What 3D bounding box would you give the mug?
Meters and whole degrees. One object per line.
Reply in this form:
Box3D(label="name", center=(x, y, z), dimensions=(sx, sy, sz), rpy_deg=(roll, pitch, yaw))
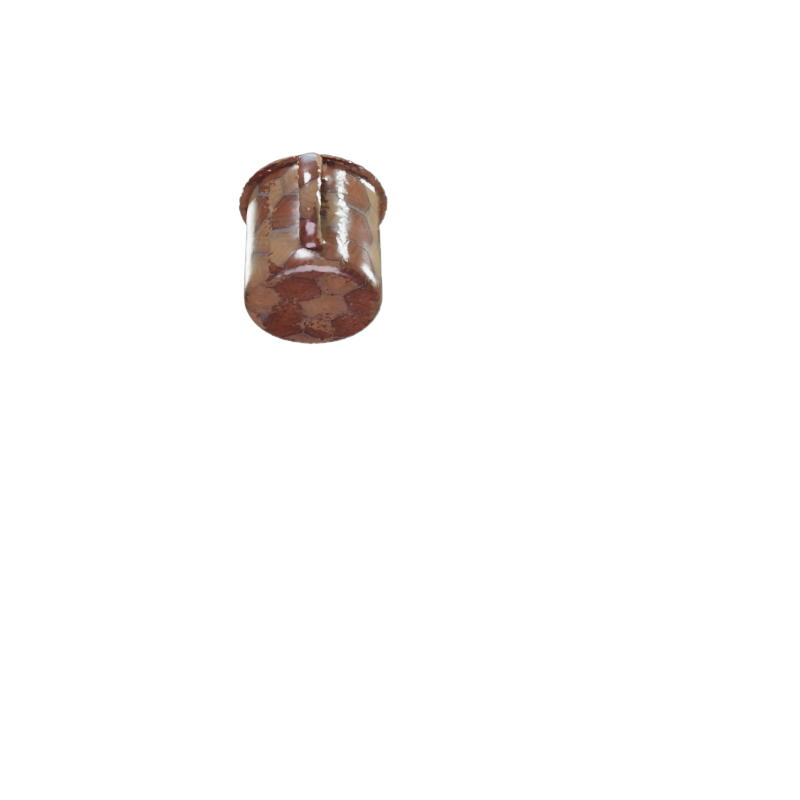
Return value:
Box3D(label="mug", center=(-0.052, -0.094, 0.661), dimensions=(0.093, 0.087, 0.109), rpy_deg=(1, -36, -3))
